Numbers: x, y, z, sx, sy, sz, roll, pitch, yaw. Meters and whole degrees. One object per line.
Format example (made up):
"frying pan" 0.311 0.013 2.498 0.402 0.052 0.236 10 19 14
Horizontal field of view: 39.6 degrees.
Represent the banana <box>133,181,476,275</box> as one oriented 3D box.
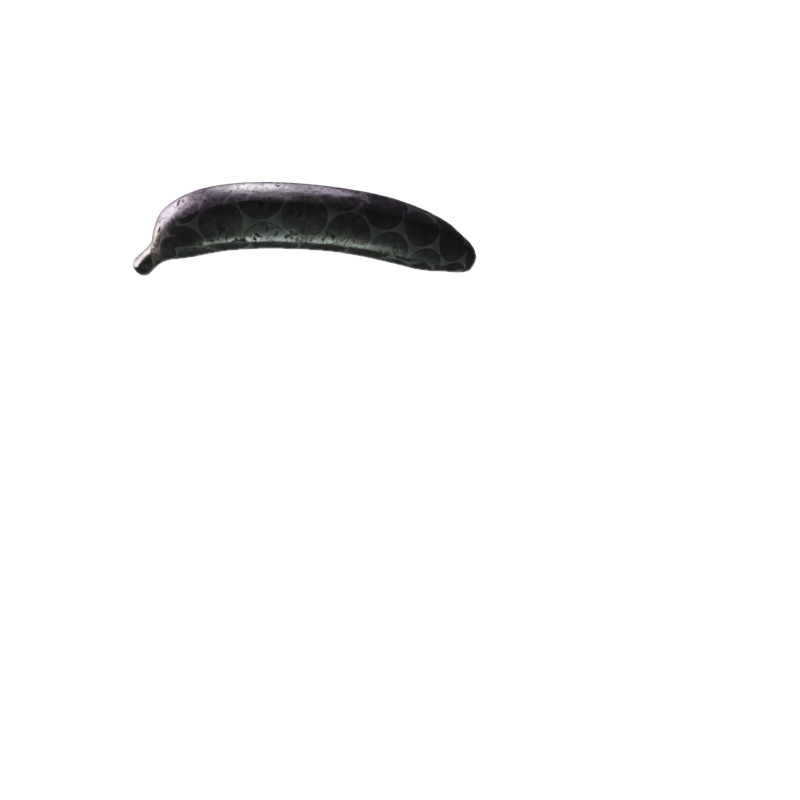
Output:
"banana" -0.051 -0.095 0.618 0.197 0.038 0.067 1 -16 -4
